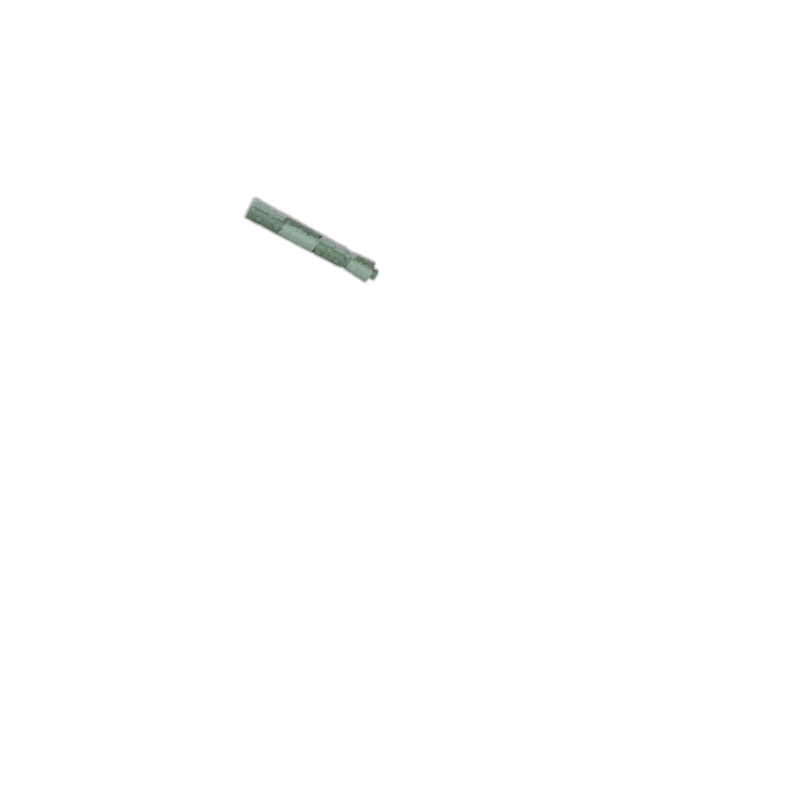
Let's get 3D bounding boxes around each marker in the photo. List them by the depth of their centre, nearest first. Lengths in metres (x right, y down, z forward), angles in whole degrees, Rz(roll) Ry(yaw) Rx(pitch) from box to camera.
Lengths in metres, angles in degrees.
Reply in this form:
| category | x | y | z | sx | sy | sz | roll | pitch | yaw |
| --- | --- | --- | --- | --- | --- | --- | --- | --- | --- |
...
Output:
| category | x | y | z | sx | sy | sz | roll | pitch | yaw |
| --- | --- | --- | --- | --- | --- | --- | --- | --- | --- |
| marker | -0.073 | -0.133 | 0.930 | 0.120 | 0.020 | 0.020 | 28 | 1 | -4 |
